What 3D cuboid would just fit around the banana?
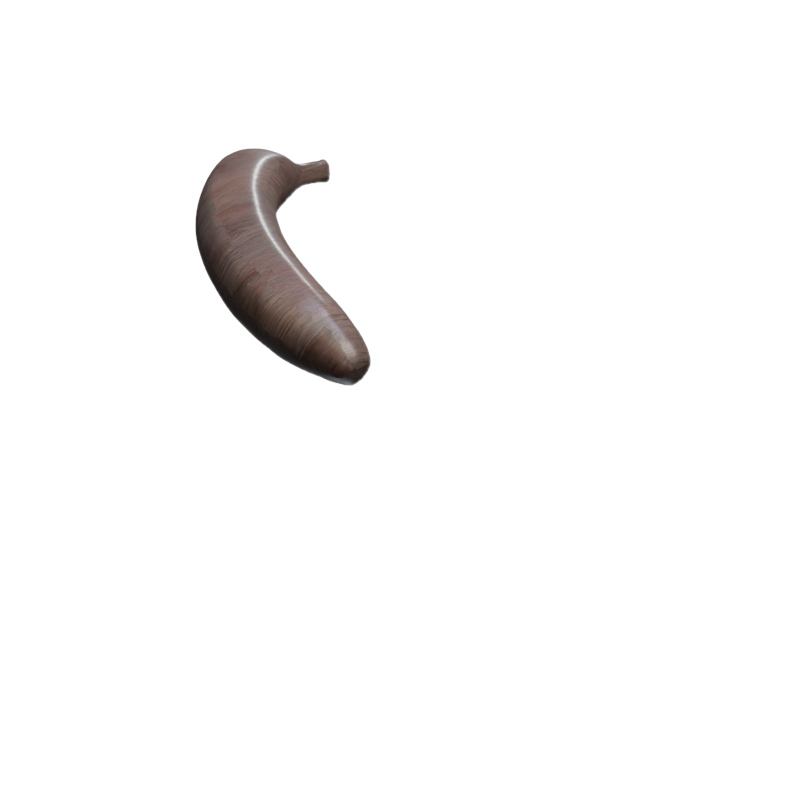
[{"bbox_3d":[-0.058,-0.073,0.501,0.069,0.034,0.212,-4,35,-6],"label":"banana"}]
